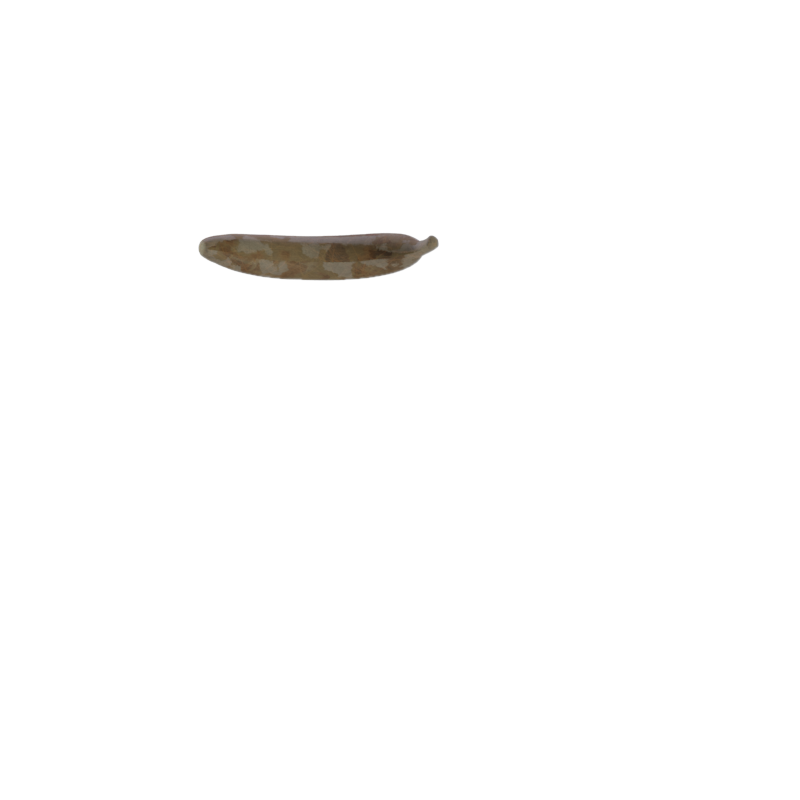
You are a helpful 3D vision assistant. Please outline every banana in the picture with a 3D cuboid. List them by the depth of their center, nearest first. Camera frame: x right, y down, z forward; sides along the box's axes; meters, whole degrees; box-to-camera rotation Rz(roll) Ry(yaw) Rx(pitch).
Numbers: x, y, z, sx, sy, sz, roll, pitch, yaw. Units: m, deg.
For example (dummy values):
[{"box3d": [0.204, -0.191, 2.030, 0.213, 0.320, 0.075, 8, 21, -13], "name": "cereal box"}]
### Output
[{"box3d": [-0.067, -0.126, 0.935, 0.199, 0.039, 0.066, -2, -21, 5], "name": "banana"}]
